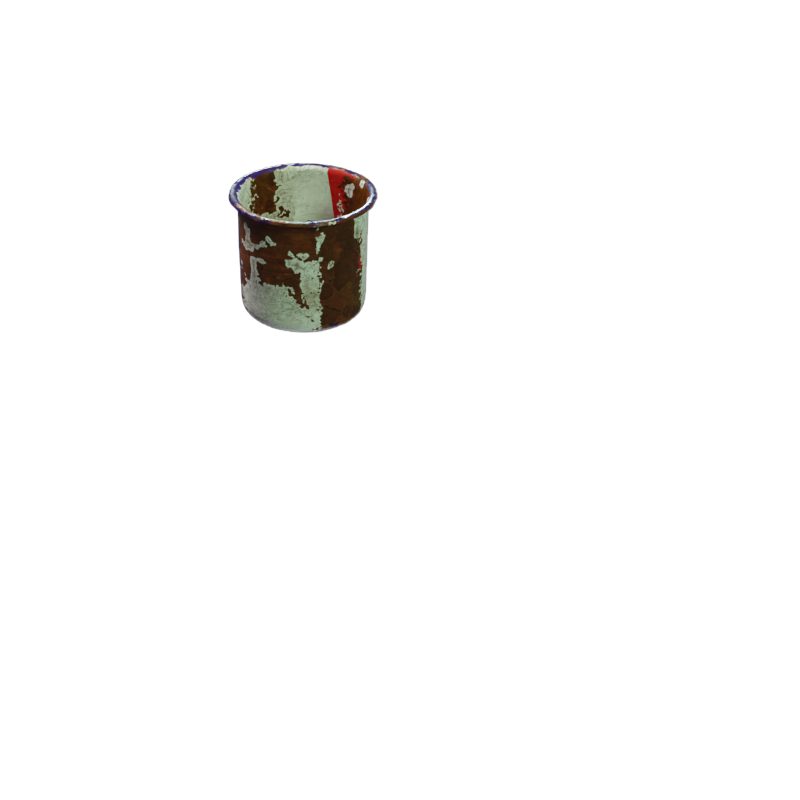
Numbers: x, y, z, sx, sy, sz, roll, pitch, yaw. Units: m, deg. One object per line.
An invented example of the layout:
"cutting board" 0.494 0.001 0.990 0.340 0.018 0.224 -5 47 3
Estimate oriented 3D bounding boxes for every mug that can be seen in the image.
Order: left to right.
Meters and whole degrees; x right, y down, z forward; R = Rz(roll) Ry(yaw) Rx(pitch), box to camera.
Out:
"mug" -0.056 -0.103 0.719 0.097 0.077 0.119 17 36 24
